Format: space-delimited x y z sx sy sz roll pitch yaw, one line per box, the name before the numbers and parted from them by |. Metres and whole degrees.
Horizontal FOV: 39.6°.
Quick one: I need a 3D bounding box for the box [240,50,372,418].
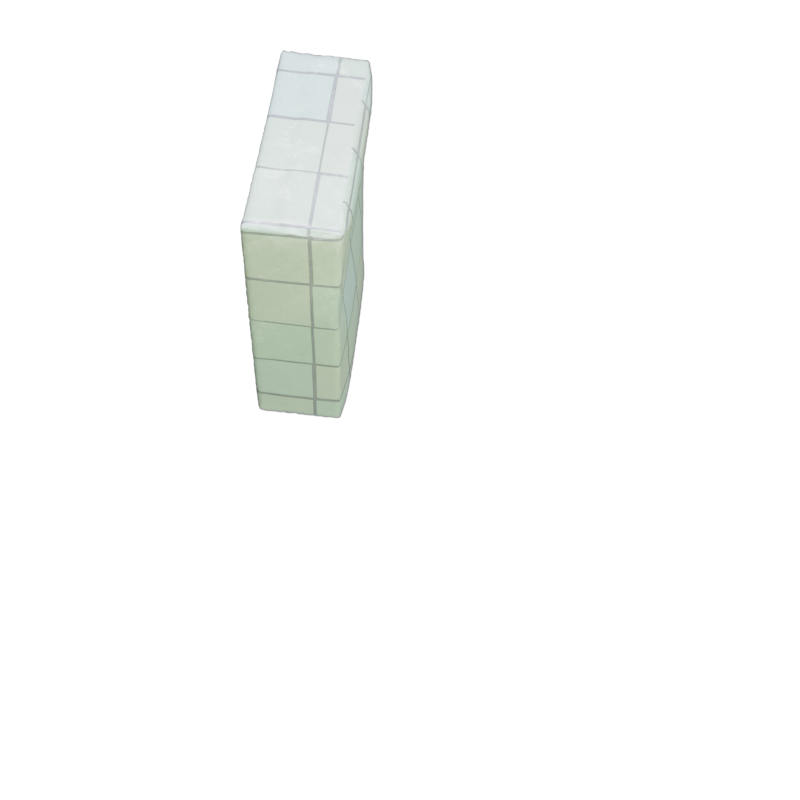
box | -0.062 -0.113 0.790 0.072 0.175 0.200 6 -35 0
